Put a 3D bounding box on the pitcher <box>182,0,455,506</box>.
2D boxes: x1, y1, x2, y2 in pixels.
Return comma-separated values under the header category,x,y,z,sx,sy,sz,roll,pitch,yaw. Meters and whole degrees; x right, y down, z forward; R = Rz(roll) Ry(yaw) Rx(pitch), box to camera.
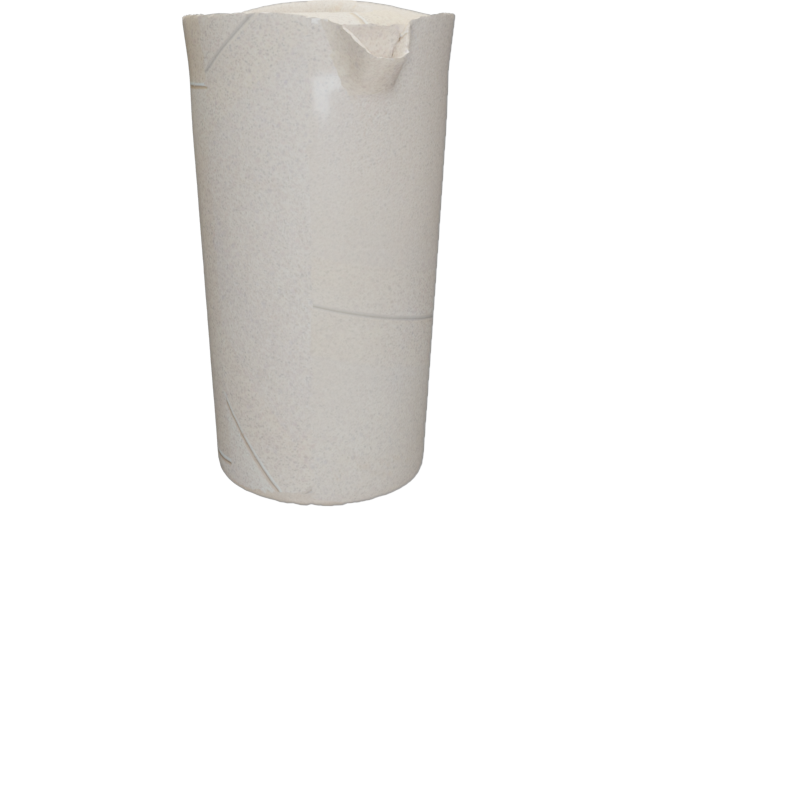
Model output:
category,x,y,z,sx,sy,sz,roll,pitch,yaw
pitcher,-0.045,-0.082,0.572,0.149,0.237,0.149,5,13,20
